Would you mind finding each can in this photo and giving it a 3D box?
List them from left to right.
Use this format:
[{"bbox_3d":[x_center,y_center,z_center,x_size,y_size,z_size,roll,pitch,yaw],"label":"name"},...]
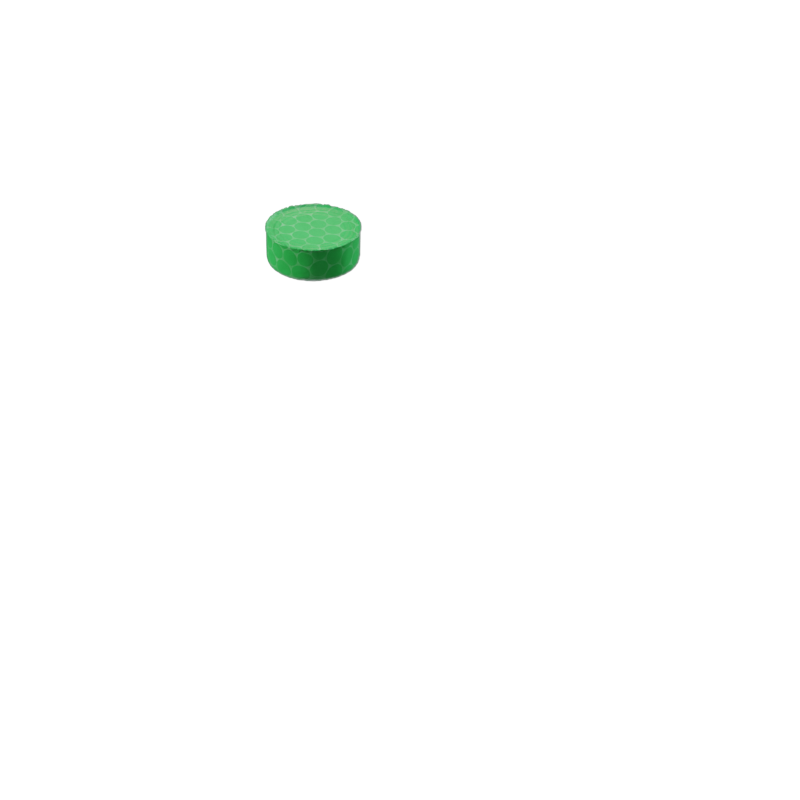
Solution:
[{"bbox_3d":[-0.077,-0.141,0.988,0.086,0.031,0.092,-1,35,-2],"label":"can"}]
